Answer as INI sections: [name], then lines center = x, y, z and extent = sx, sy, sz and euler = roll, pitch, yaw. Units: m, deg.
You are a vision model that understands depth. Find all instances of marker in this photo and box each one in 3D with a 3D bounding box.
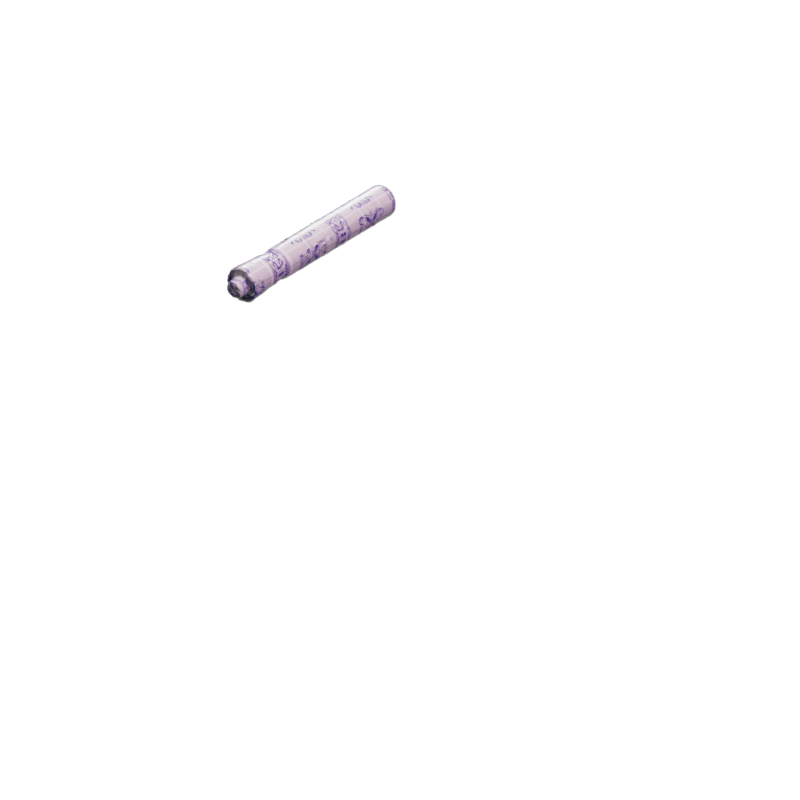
[marker]
center = -0.045, -0.082, 0.572
extent = 0.021, 0.019, 0.122
euler = 3, 30, 40
